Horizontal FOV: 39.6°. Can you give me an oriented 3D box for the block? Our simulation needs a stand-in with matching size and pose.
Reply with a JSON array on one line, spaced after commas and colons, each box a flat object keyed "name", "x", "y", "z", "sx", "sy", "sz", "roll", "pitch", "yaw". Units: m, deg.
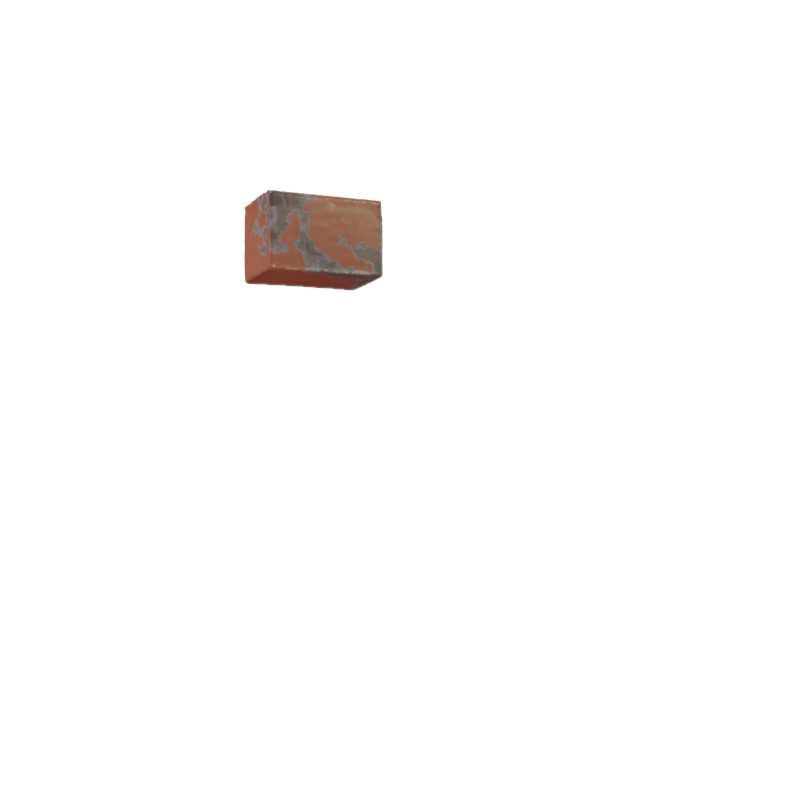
[{"name": "block", "x": -0.056, "y": -0.101, "z": 0.710, "sx": 0.076, "sy": 0.053, "sz": 0.053, "roll": 3, "pitch": -9, "yaw": -23}]
